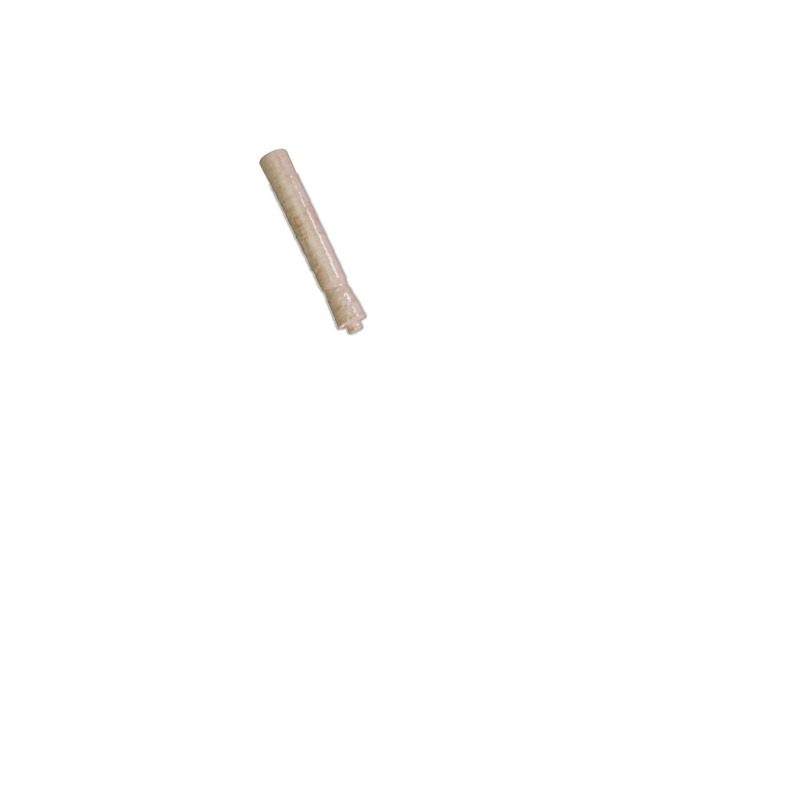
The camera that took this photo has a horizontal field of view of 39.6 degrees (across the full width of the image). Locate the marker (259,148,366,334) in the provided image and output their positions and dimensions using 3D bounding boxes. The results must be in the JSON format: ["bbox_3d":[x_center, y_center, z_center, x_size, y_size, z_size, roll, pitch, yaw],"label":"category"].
[{"bbox_3d":[-0.052,-0.095,0.667,0.020,0.126,0.019,-24,-14,-7],"label":"marker"}]
